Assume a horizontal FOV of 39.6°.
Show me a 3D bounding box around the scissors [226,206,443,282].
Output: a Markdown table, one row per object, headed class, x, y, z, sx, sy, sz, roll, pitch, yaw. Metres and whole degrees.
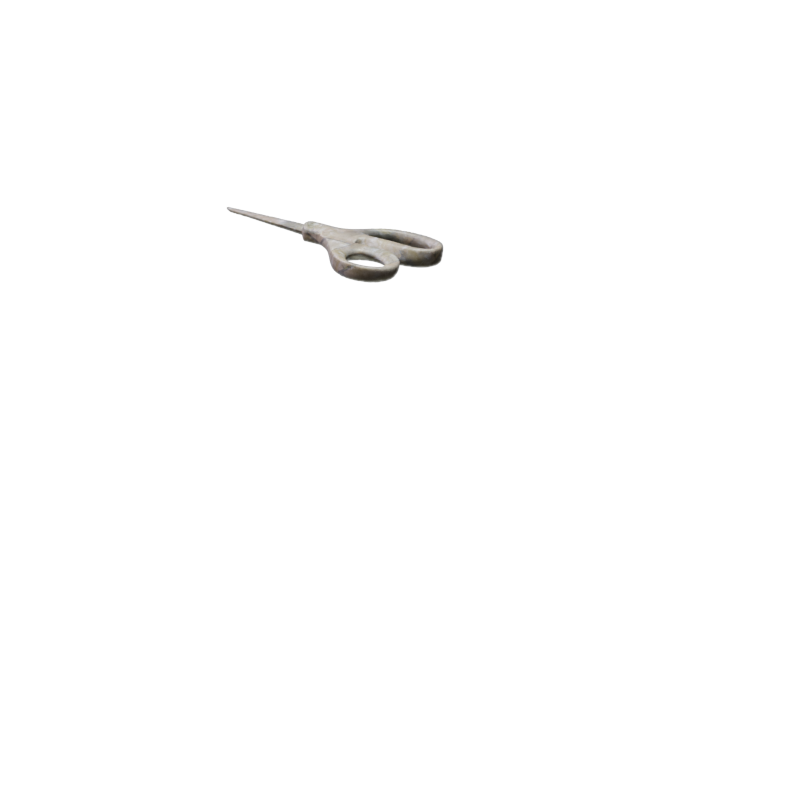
| class | x | y | z | sx | sy | sz | roll | pitch | yaw |
| --- | --- | --- | --- | --- | --- | --- | --- | --- | --- |
| scissors | -0.068 | -0.124 | 0.870 | 0.209 | 0.015 | 0.098 | 11 | 29 | 21 |
